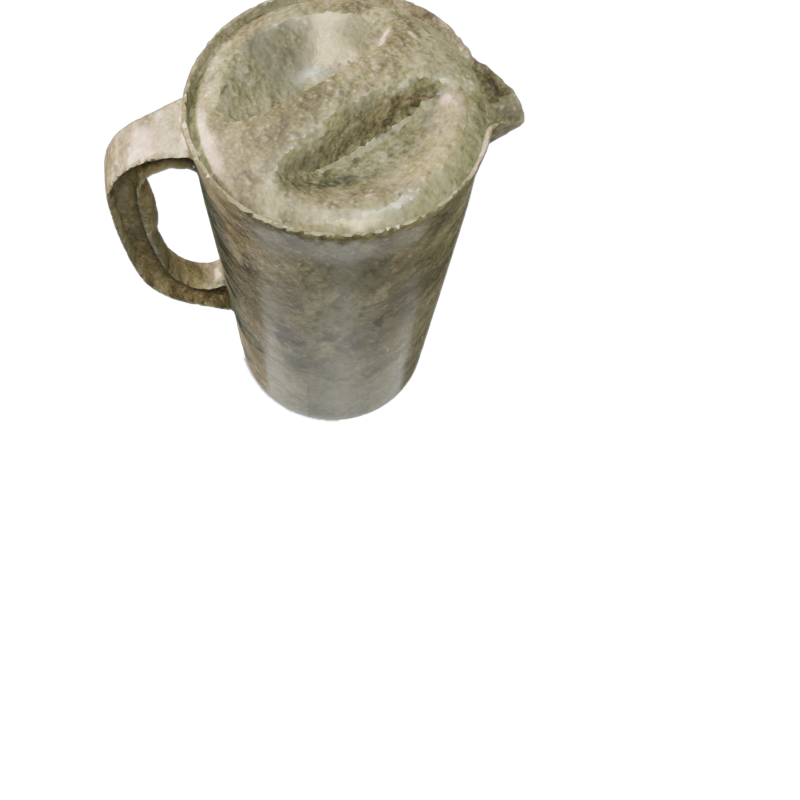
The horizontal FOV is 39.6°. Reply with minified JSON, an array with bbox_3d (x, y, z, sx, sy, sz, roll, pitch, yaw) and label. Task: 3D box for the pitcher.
[{"bbox_3d":[-0.044,-0.081,0.568,0.155,0.148,0.229,33,-23,12],"label":"pitcher"}]
